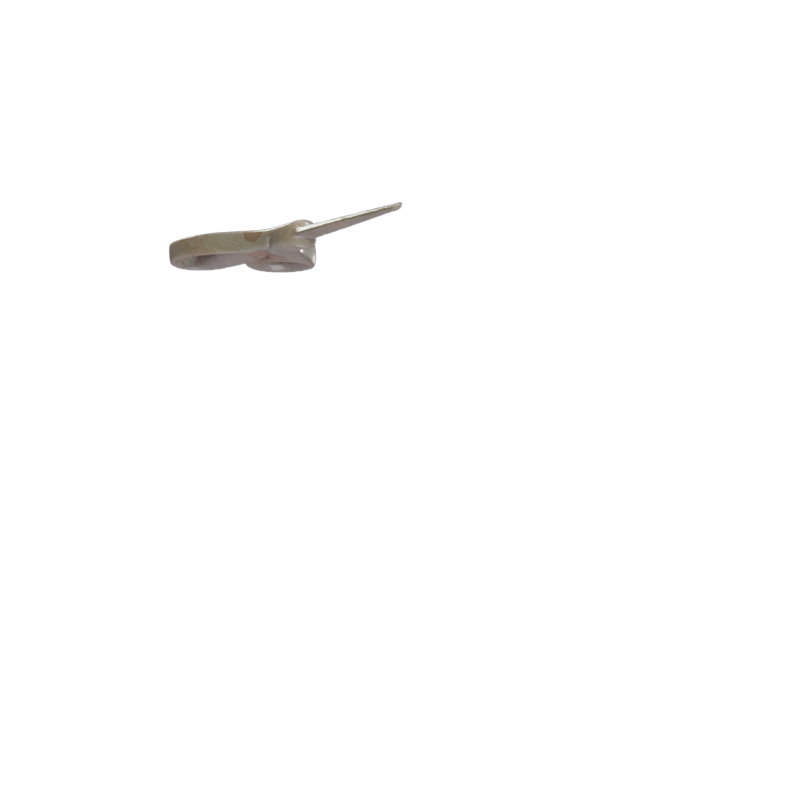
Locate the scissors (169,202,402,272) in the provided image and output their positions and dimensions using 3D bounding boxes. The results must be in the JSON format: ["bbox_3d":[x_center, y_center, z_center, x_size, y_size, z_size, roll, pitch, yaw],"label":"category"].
[{"bbox_3d":[-0.049,-0.089,0.621,0.208,0.016,0.092,-1,-2,42],"label":"scissors"}]
